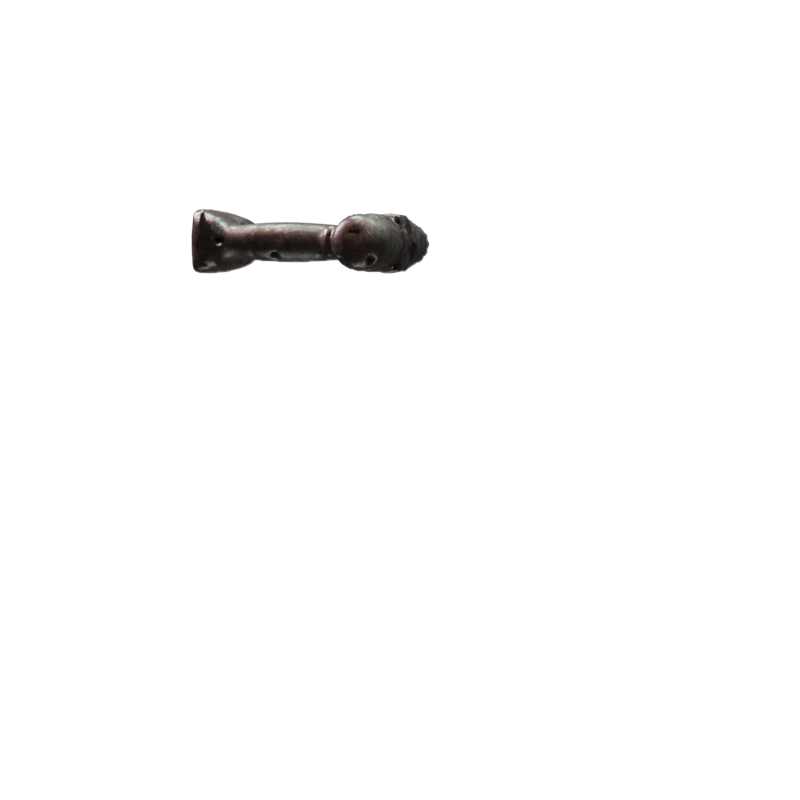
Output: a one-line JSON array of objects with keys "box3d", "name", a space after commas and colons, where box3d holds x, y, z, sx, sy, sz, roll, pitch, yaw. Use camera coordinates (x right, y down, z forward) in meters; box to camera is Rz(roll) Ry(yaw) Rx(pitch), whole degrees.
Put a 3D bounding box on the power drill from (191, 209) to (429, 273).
[{"box3d": [-0.077, -0.141, 0.987, 0.192, 0.057, 0.181, 1, 5, 17], "name": "power drill"}]
